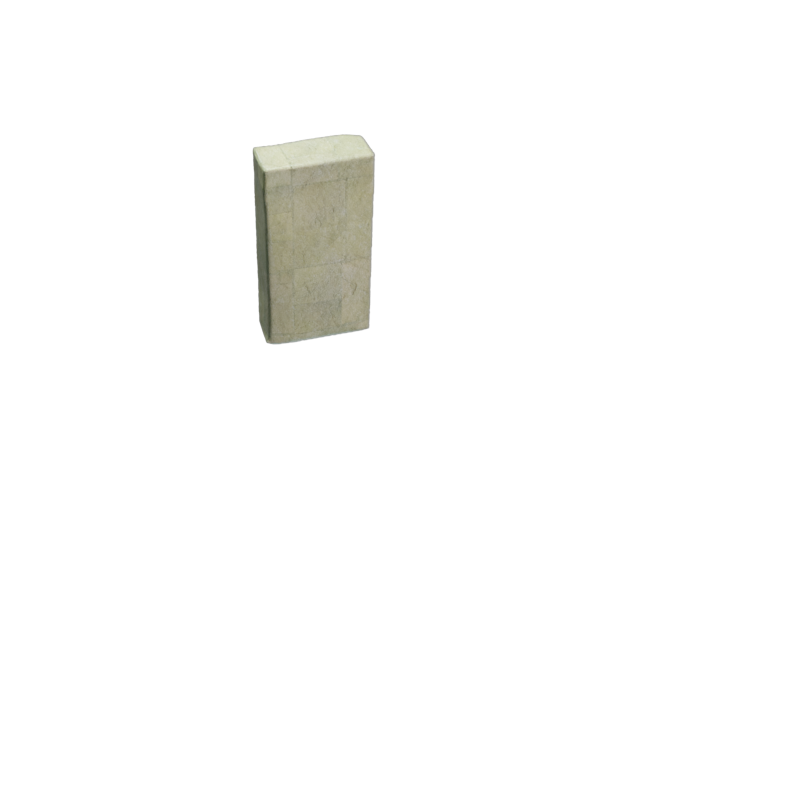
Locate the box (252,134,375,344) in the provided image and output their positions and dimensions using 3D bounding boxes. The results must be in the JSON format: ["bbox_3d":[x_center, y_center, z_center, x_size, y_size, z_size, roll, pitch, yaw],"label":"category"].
[{"bbox_3d":[-0.072,-0.131,0.918,0.092,0.165,0.052,-9,36,-16],"label":"box"}]
